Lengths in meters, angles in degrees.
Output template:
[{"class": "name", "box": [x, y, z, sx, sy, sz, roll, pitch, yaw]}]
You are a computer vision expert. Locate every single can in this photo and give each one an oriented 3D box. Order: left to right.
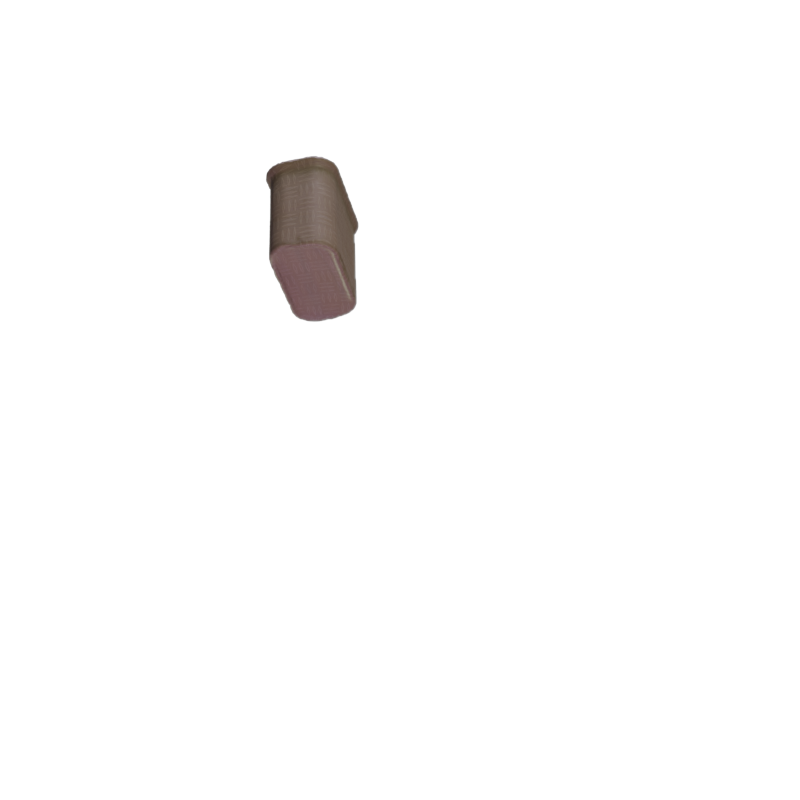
[{"class": "can", "box": [-0.067, -0.122, 0.854, 0.058, 0.090, 0.094, -9, -36, 9]}]
